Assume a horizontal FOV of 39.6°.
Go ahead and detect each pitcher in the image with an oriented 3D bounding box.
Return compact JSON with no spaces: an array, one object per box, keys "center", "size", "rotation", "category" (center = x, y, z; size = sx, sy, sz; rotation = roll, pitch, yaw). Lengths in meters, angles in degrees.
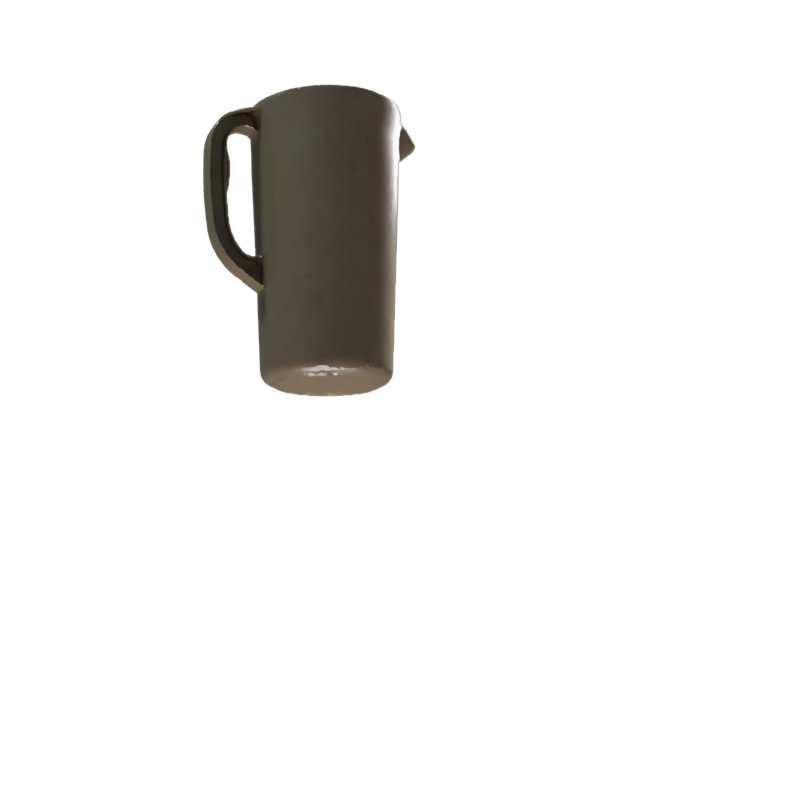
[{"center":[-0.072,-0.132,0.925],"size":[0.152,0.253,0.136],"rotation":[-7,-17,20],"category":"pitcher"}]
